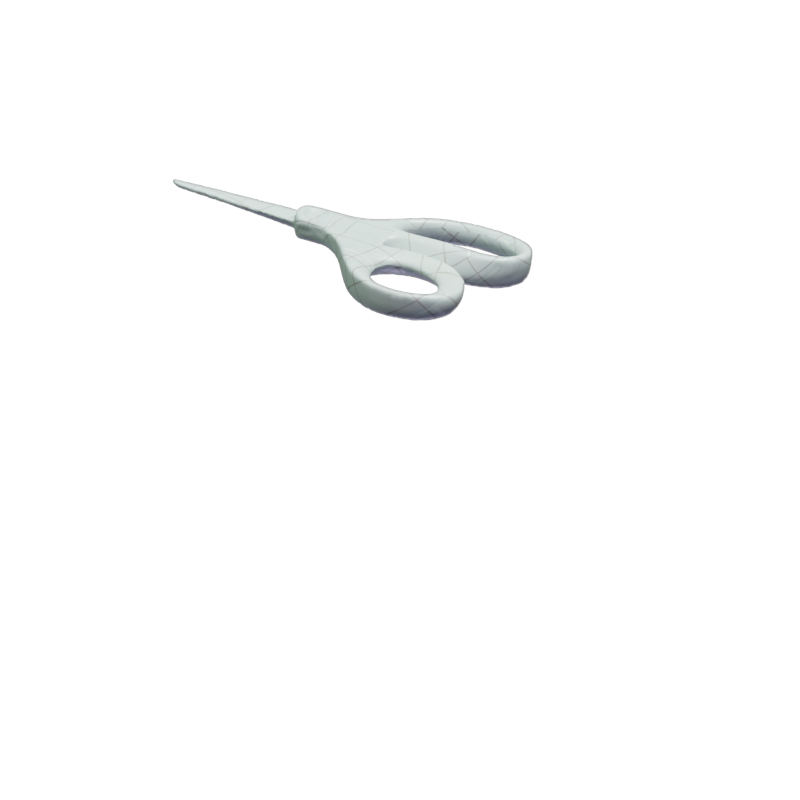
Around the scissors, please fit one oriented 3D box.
[{"bbox_3d":[-0.041,-0.075,0.526,0.208,0.015,0.098,12,32,19],"label":"scissors"}]
